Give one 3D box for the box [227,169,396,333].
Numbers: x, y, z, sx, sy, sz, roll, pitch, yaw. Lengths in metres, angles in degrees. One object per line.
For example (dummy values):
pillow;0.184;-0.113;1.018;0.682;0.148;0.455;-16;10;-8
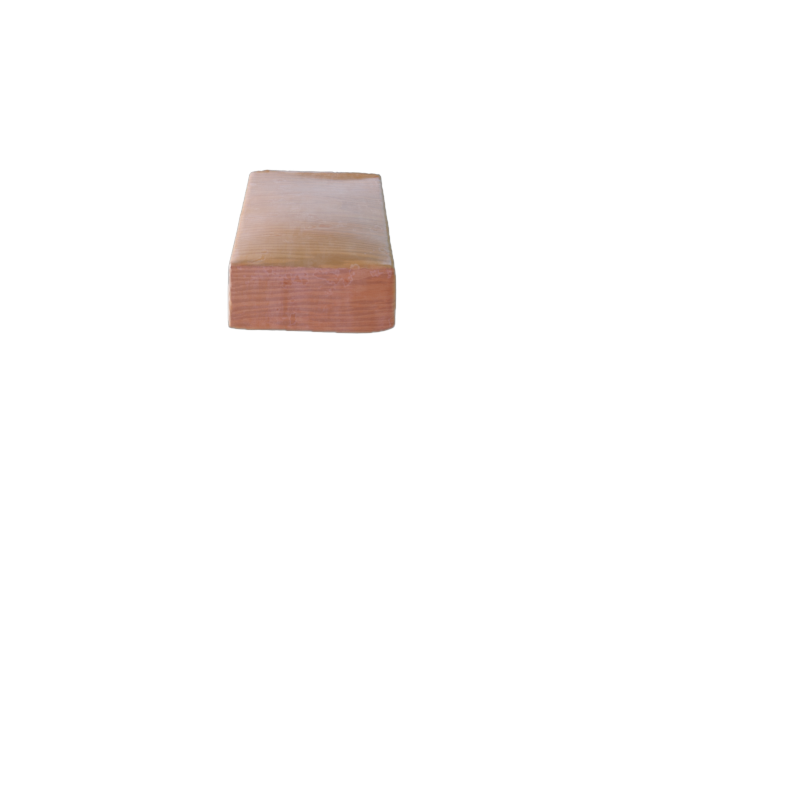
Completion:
box;-0.054;-0.098;0.682;0.093;0.045;0.187;0;29;-4
